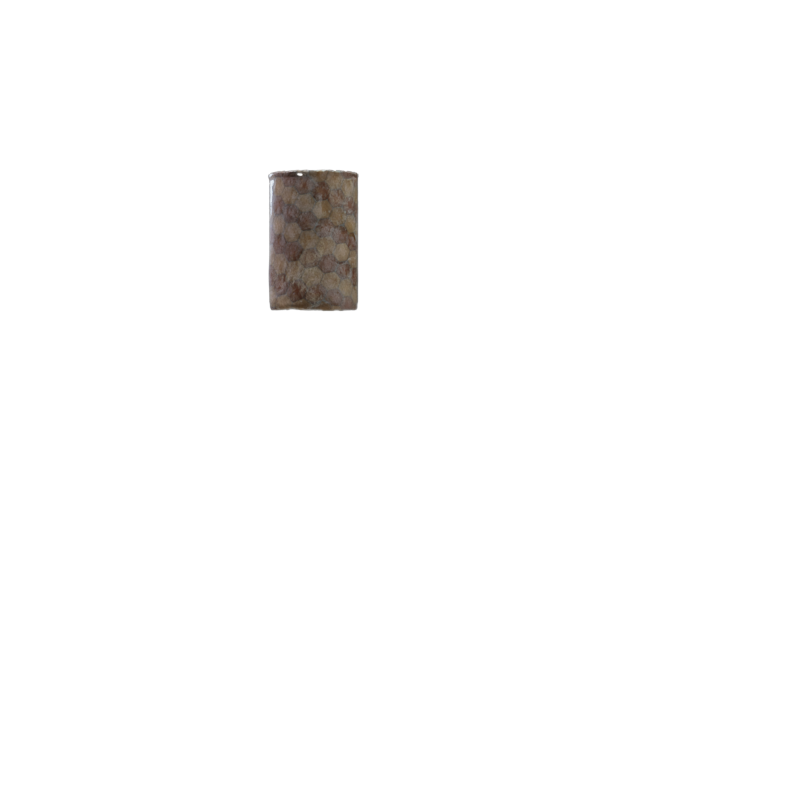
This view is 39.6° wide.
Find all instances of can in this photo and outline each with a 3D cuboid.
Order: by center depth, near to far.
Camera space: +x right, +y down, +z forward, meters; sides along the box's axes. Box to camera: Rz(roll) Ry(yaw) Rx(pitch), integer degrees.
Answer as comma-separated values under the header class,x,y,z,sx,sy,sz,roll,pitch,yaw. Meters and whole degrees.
class,x,y,z,sx,sy,sz,roll,pitch,yaw
can,-0.065,-0.118,0.827,0.068,0.103,0.068,0,0,-2
